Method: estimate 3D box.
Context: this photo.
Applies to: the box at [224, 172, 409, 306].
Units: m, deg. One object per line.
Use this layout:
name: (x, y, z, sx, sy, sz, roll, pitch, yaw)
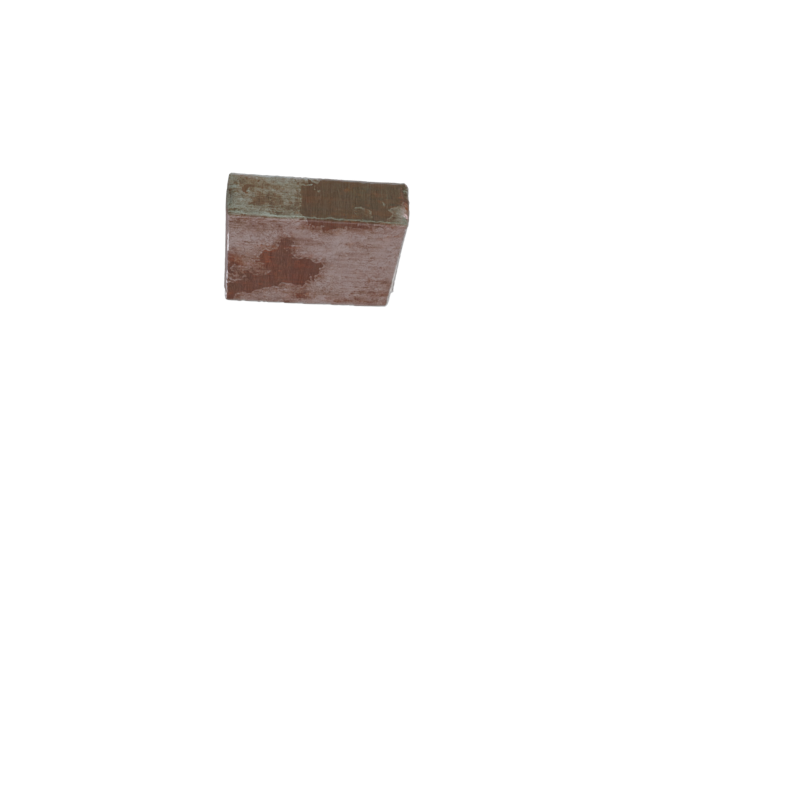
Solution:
box: (-0.044, -0.080, 0.560, 0.089, 0.032, 0.069, 3, -32, -5)
